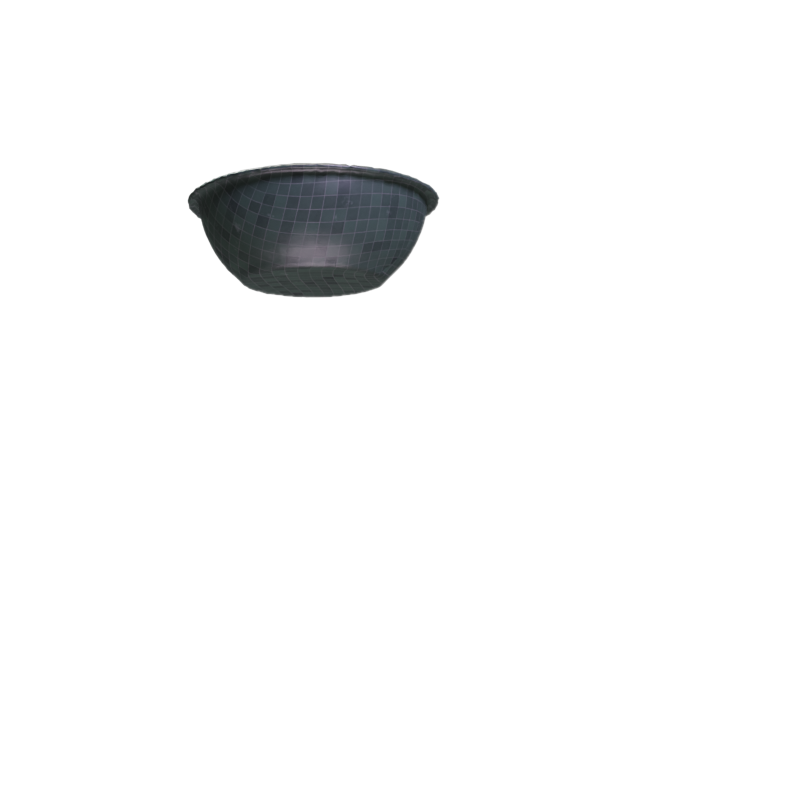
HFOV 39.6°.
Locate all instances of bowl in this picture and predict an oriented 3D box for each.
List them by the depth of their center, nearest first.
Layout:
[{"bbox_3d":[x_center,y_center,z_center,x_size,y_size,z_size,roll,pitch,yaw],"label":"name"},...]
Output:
[{"bbox_3d":[-0.056,-0.102,0.711,0.162,0.057,0.158,0,-8,-2],"label":"bowl"}]
